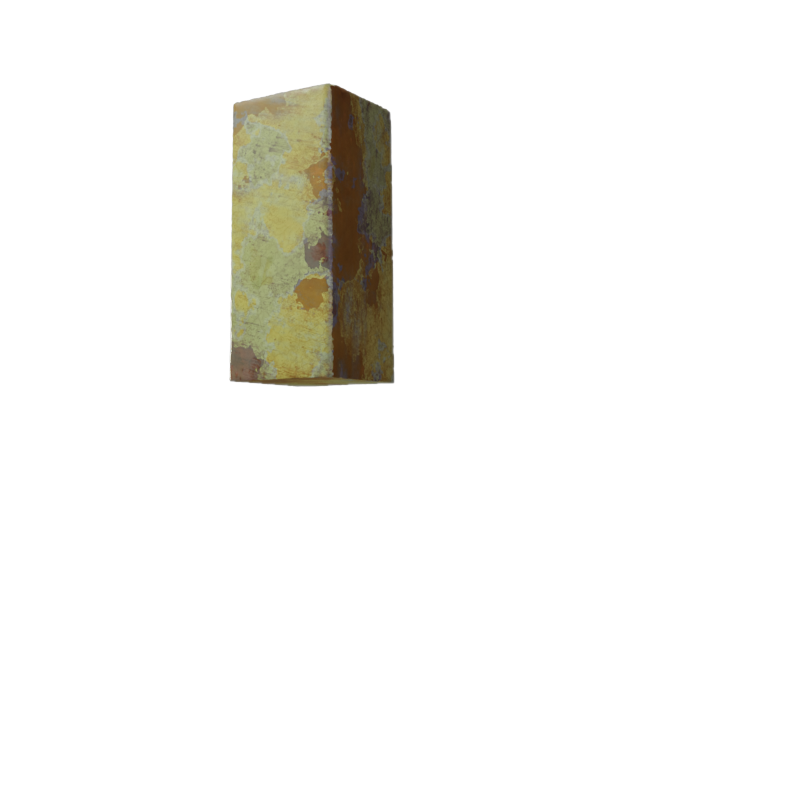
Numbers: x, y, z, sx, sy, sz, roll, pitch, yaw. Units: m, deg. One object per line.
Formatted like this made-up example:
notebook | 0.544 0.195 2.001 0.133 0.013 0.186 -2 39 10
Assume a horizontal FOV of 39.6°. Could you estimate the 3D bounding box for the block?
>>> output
block | -0.064 -0.117 0.817 0.093 0.211 0.086 -6 -11 31
